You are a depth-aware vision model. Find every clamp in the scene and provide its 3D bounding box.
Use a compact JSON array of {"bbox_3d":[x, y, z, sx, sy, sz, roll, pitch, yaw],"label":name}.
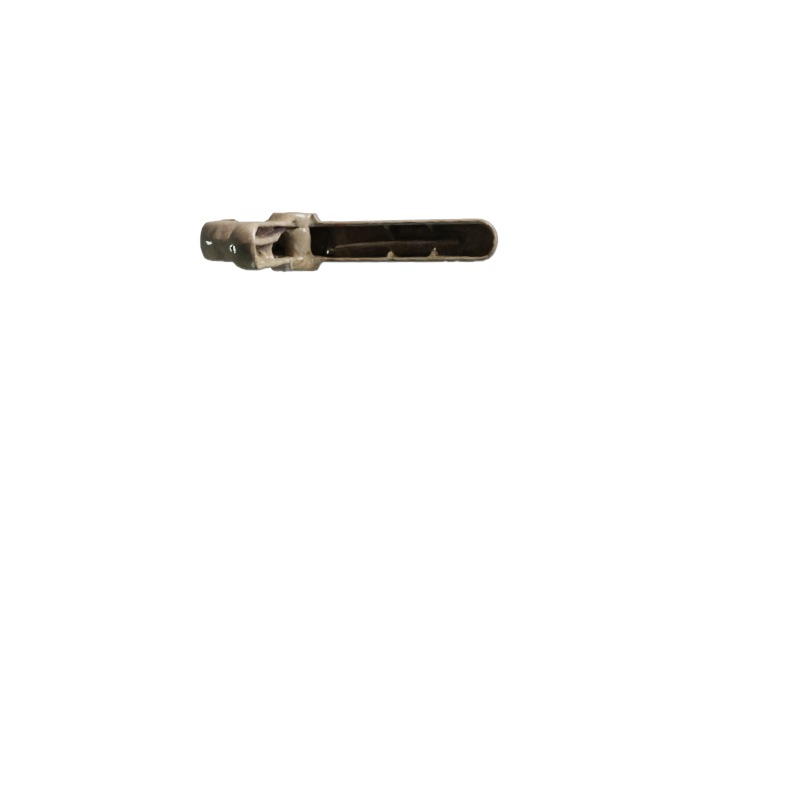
[{"bbox_3d":[-0.053,-0.097,0.680,0.160,0.036,0.218,-4,9,-24],"label":"clamp"}]
